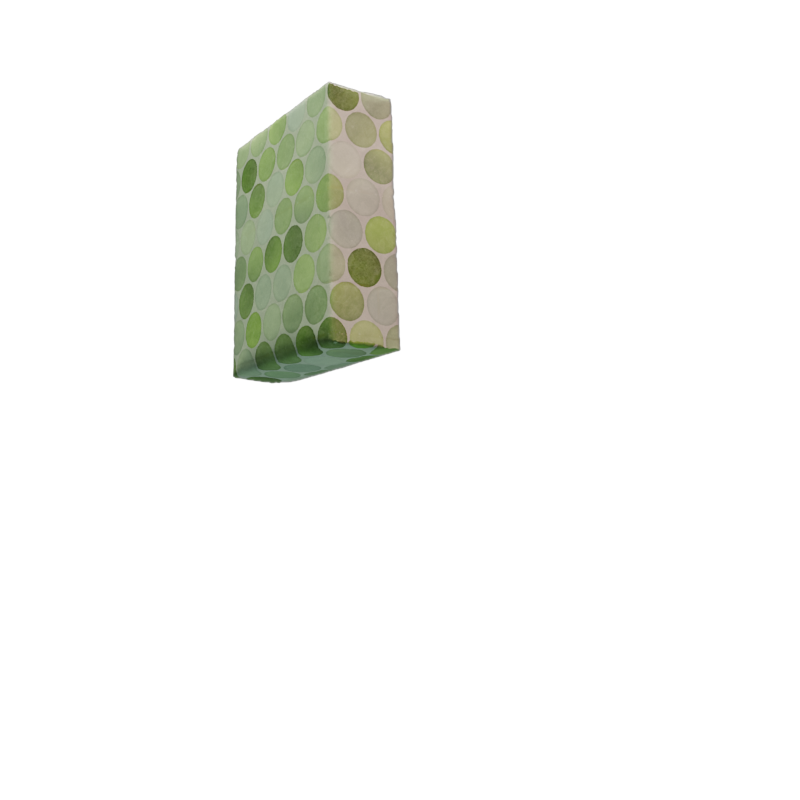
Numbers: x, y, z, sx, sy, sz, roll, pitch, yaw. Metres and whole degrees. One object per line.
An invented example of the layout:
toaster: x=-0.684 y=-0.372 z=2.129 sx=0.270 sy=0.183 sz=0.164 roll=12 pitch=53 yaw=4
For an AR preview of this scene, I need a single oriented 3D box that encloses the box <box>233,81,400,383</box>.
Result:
box: x=-0.072 y=-0.132 z=0.925 sx=0.069 sy=0.222 sz=0.165 roll=10 pitch=-18 yaw=-33
